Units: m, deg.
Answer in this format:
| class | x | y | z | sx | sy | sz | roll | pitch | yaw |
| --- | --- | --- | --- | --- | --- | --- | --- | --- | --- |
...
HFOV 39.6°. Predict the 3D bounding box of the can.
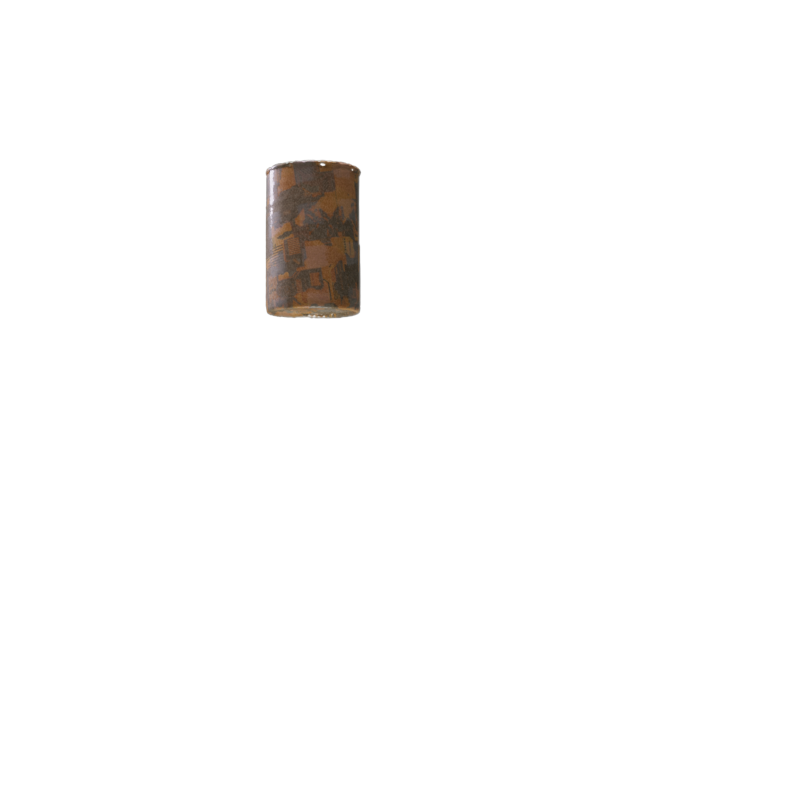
| class | x | y | z | sx | sy | sz | roll | pitch | yaw |
| --- | --- | --- | --- | --- | --- | --- | --- | --- | --- |
| can | -0.061 | -0.111 | 0.781 | 0.068 | 0.105 | 0.067 | 0 | -8 | -2 |
